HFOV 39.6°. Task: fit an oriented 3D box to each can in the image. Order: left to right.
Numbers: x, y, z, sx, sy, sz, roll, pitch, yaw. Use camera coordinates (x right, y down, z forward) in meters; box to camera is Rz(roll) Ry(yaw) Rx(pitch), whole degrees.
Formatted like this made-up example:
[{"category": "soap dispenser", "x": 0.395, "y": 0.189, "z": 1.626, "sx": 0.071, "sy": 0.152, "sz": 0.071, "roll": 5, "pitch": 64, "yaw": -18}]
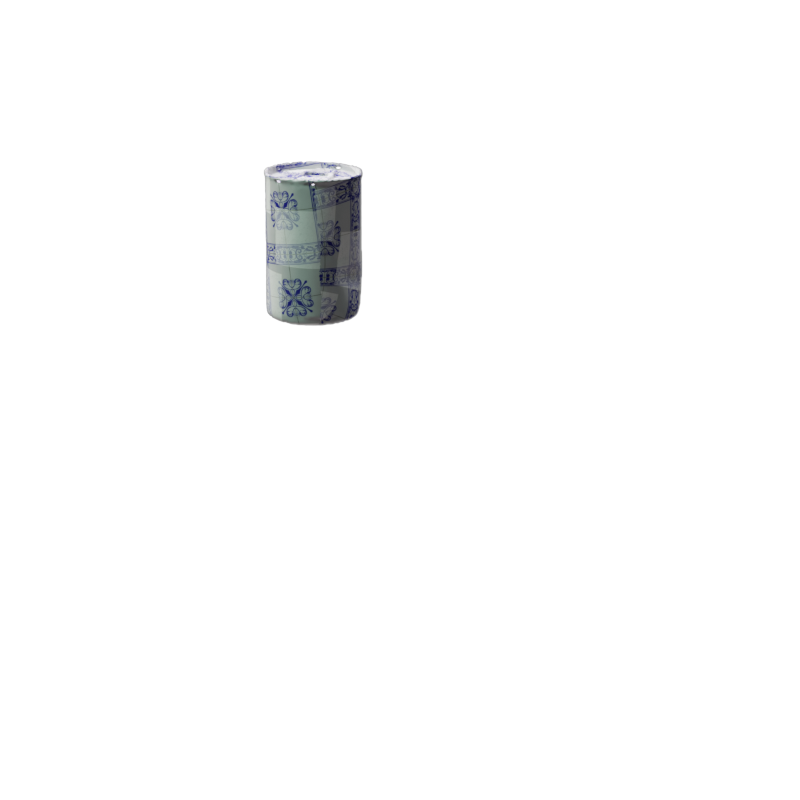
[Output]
[{"category": "can", "x": -0.061, "y": -0.110, "z": 0.773, "sx": 0.068, "sy": 0.098, "sz": 0.071, "roll": 0, "pitch": 18, "yaw": -2}]
